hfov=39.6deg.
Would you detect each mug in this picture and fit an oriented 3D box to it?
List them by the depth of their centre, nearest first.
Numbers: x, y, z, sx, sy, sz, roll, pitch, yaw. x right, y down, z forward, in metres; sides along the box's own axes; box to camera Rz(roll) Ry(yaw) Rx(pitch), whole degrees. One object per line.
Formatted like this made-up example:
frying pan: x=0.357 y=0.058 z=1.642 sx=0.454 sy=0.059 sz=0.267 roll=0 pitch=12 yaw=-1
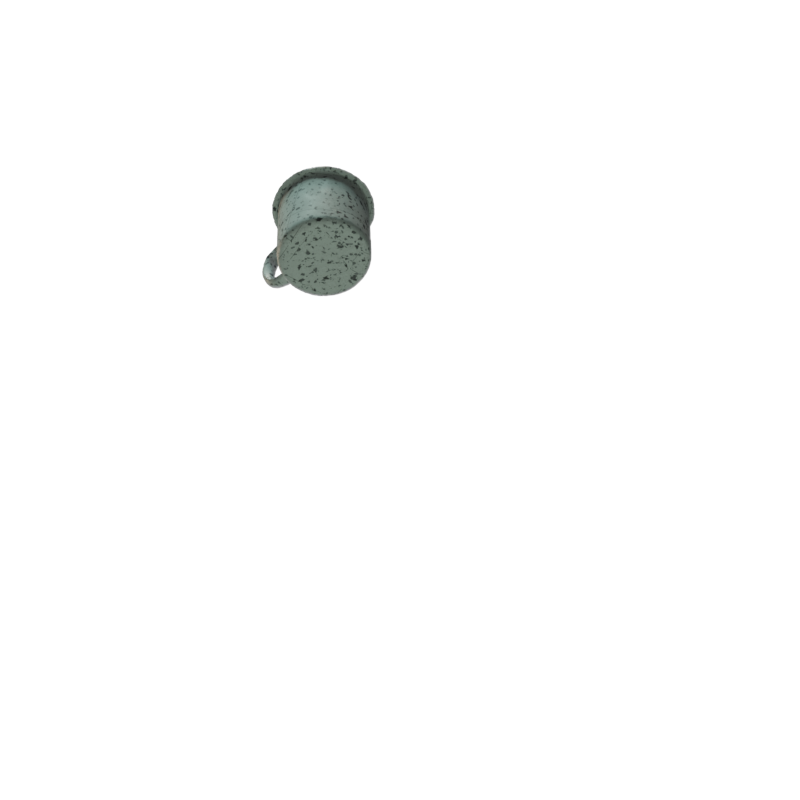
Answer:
mug: x=-0.077 y=-0.140 z=0.979 sx=0.116 sy=0.087 sz=0.087 roll=-32 pitch=32 yaw=21
